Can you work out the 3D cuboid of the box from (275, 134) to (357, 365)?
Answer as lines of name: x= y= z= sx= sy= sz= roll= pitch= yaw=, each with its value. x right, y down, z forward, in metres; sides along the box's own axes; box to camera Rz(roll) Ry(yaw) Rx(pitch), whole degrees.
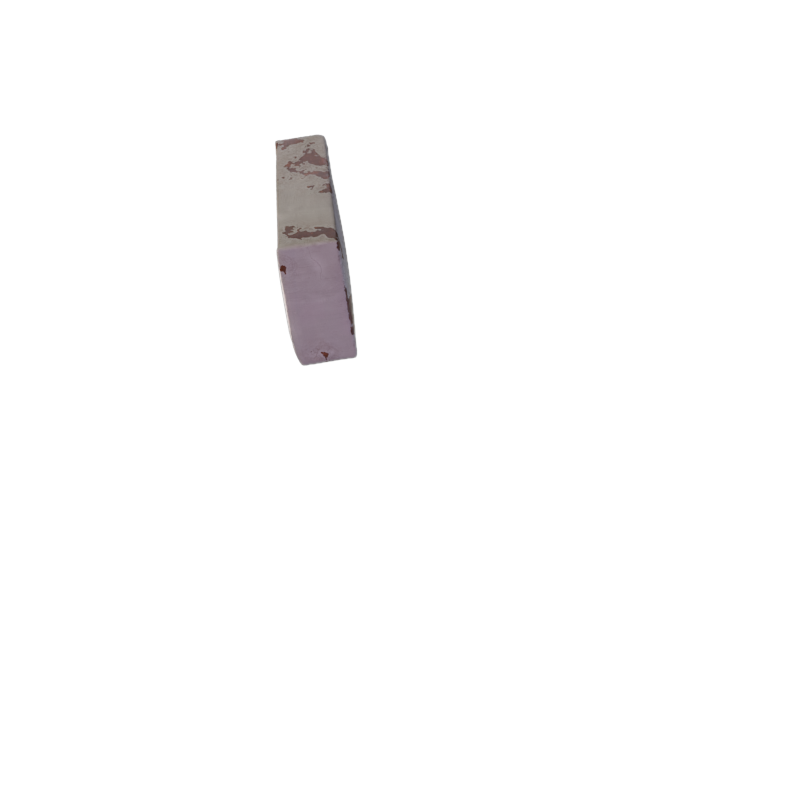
box: x=-0.061 y=-0.112 z=0.786 sx=0.048 sy=0.087 sz=0.188 roll=-7 pitch=34 yaw=1
